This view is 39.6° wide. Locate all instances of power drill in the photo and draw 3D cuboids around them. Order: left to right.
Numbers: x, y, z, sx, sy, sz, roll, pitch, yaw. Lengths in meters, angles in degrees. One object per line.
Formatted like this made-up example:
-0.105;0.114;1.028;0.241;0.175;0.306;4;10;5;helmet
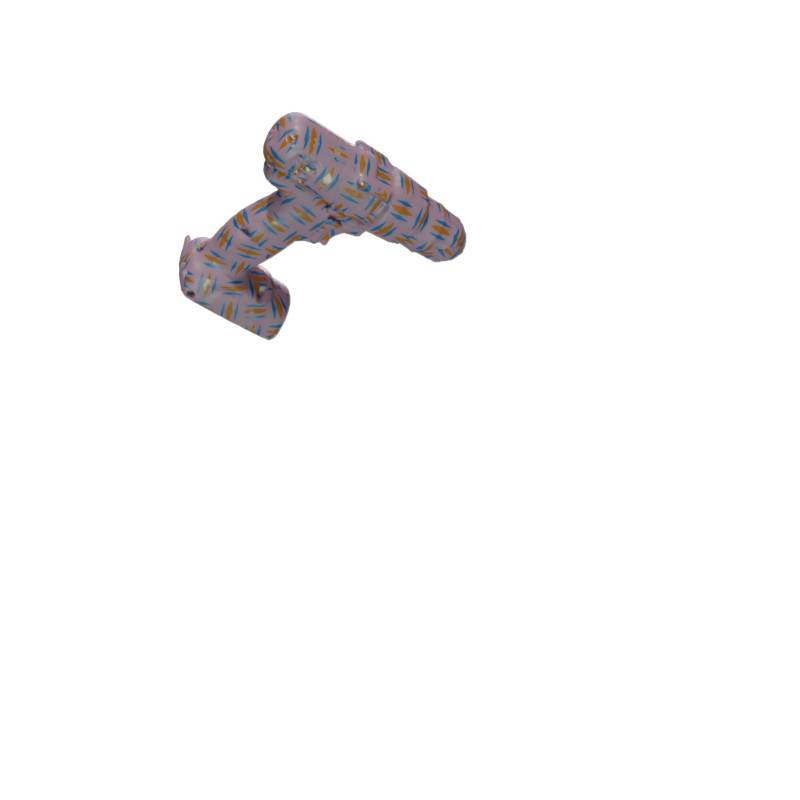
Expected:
-0.067;-0.123;0.861;0.174;0.062;0.185;31;-52;-29;power drill
